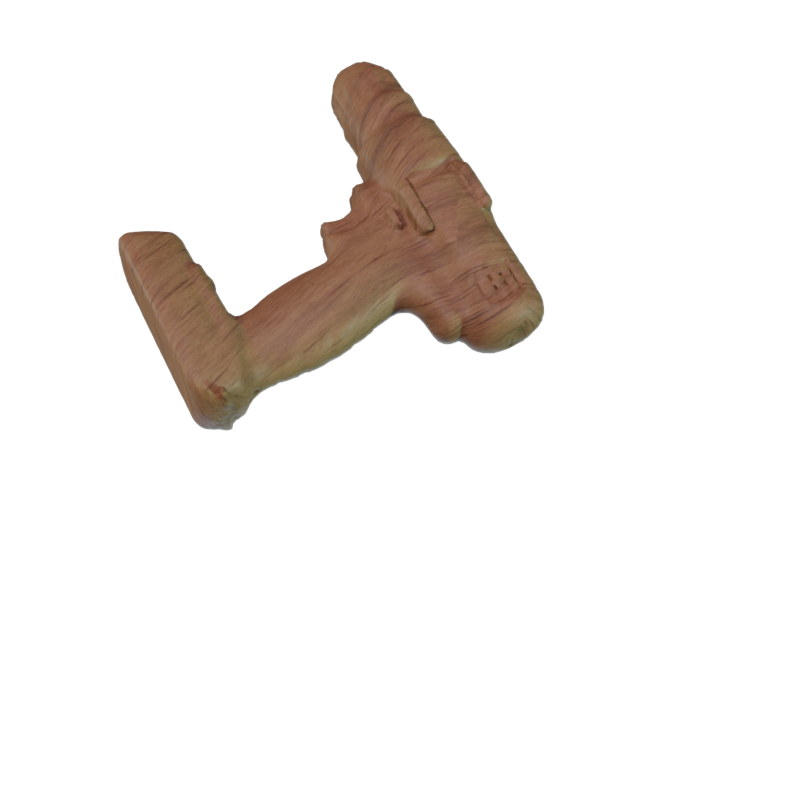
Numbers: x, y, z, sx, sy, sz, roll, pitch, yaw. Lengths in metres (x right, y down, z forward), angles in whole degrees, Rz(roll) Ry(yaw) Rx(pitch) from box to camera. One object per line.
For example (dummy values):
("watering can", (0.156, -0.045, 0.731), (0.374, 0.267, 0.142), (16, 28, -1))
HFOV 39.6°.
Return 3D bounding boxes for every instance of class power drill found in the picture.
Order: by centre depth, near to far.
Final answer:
("power drill", (-0.045, -0.082, 0.572), (0.187, 0.197, 0.054), (-24, -26, -13))
